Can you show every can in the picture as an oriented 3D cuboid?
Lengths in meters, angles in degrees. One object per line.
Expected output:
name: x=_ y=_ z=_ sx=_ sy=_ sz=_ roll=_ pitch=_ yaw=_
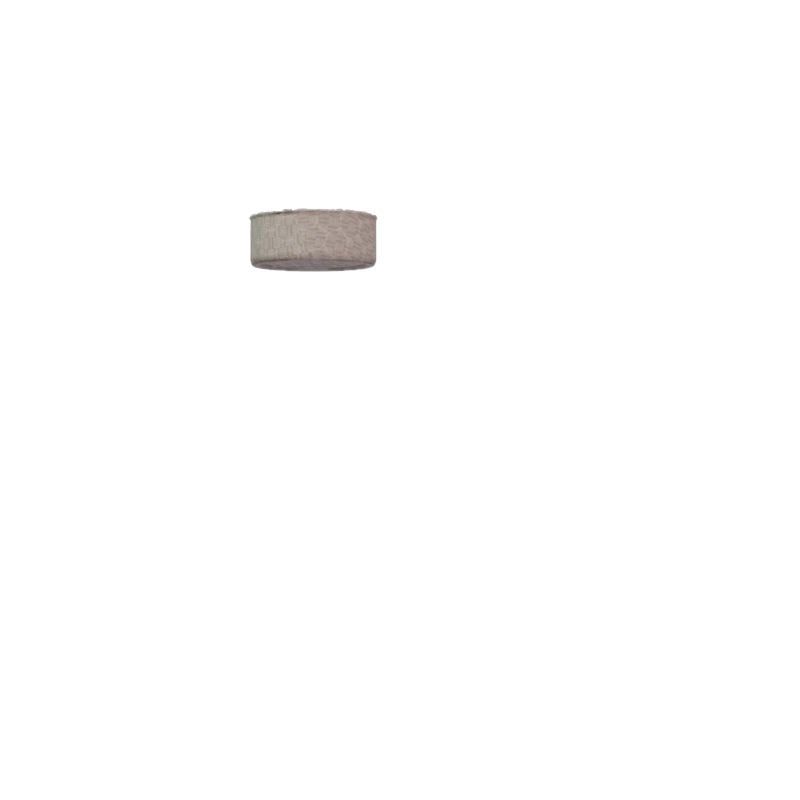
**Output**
can: x=-0.058 y=-0.106 z=0.742 sx=0.086 sy=0.034 sz=0.085 roll=0 pitch=1 yaw=-2
